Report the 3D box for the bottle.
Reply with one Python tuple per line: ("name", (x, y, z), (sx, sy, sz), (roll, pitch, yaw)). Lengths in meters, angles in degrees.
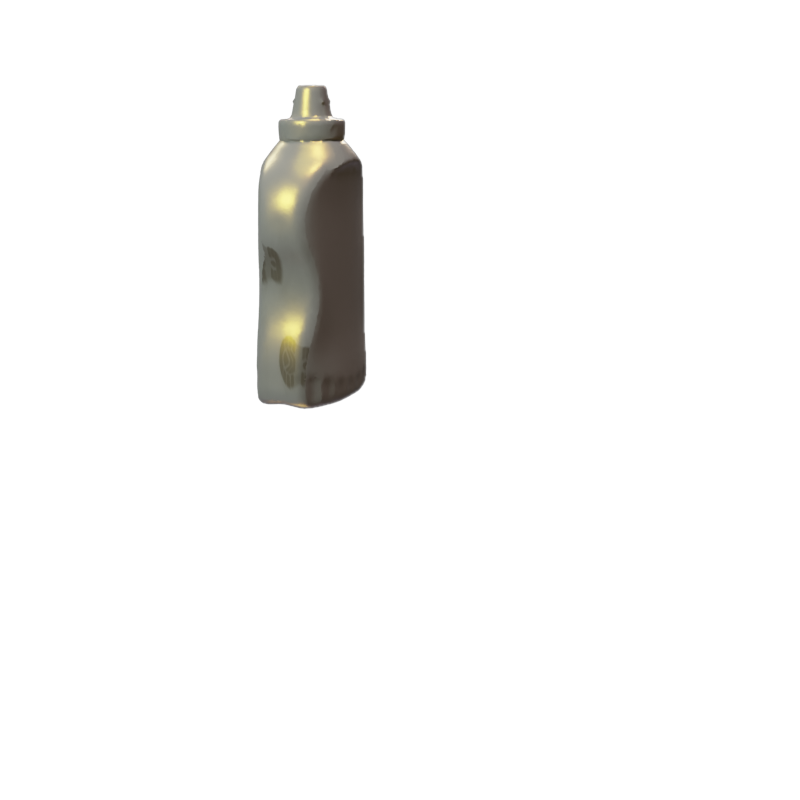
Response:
("bottle", (-0.054, -0.098, 0.686), (0.060, 0.188, 0.095), (4, 9, 24))
